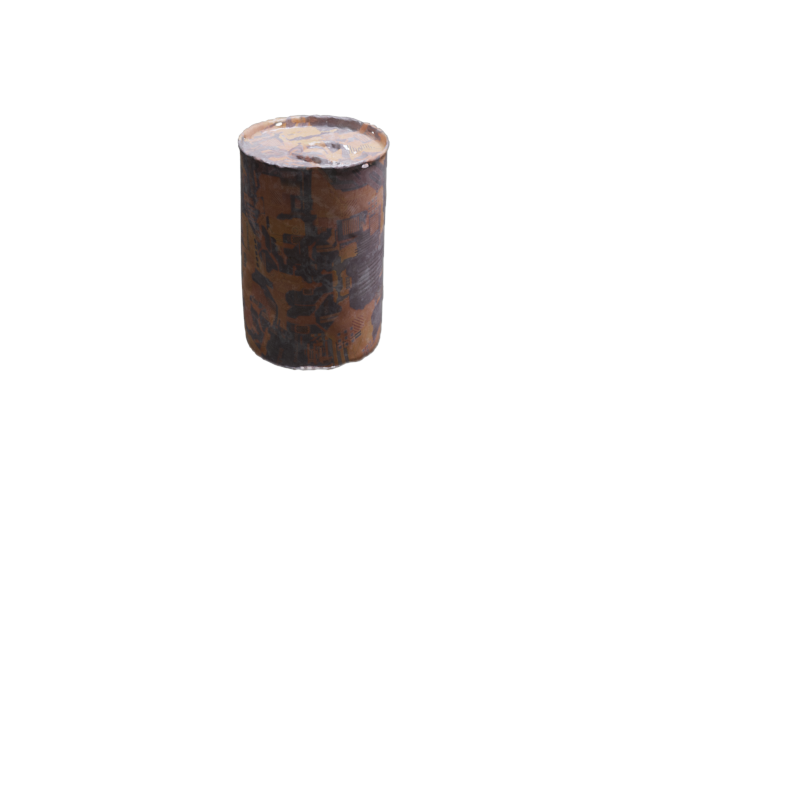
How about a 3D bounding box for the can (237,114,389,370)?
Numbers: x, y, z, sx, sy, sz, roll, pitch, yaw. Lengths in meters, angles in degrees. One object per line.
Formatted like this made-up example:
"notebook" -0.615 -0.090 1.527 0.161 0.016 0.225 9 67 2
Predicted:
"can" -0.040 -0.074 0.515 0.068 0.097 0.073 0 28 -2
